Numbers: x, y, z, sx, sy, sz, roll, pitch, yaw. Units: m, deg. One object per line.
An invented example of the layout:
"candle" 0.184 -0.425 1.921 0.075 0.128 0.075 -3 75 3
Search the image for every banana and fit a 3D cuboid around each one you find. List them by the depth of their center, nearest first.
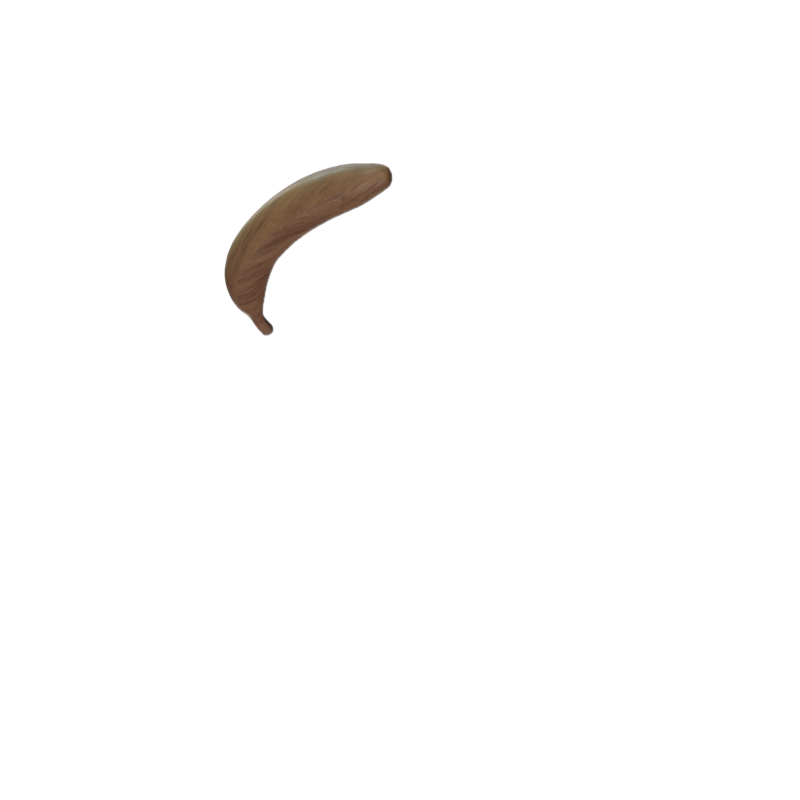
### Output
"banana" -0.084 -0.125 0.846 0.066 0.039 0.193 22 -44 -25
